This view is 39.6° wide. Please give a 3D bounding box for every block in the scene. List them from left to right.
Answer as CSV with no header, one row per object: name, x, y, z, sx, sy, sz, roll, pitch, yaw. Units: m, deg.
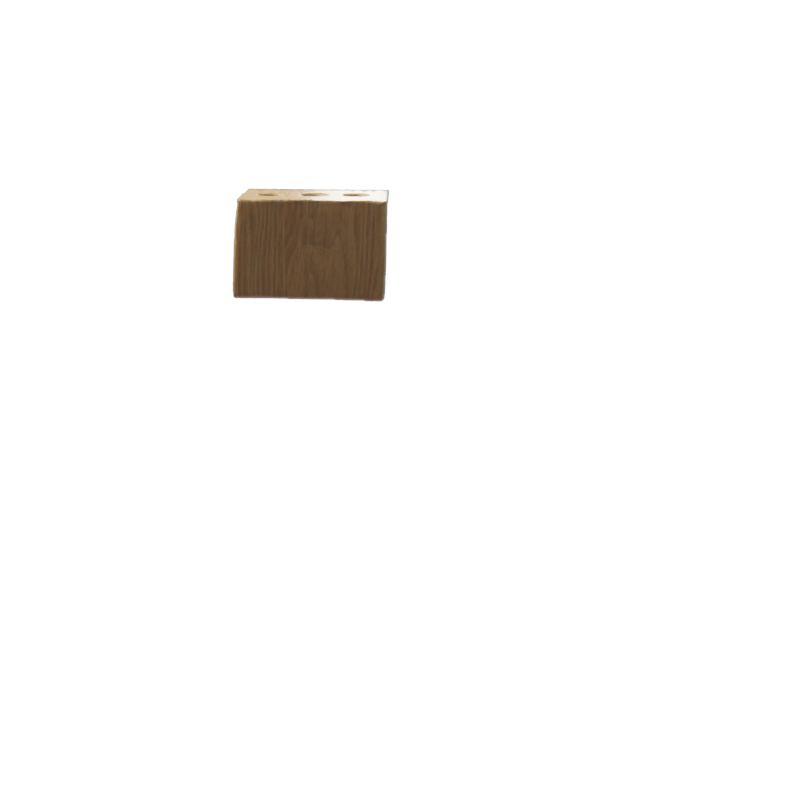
block,-0.045,-0.082,0.578,0.078,0.050,0.054,1,14,3
